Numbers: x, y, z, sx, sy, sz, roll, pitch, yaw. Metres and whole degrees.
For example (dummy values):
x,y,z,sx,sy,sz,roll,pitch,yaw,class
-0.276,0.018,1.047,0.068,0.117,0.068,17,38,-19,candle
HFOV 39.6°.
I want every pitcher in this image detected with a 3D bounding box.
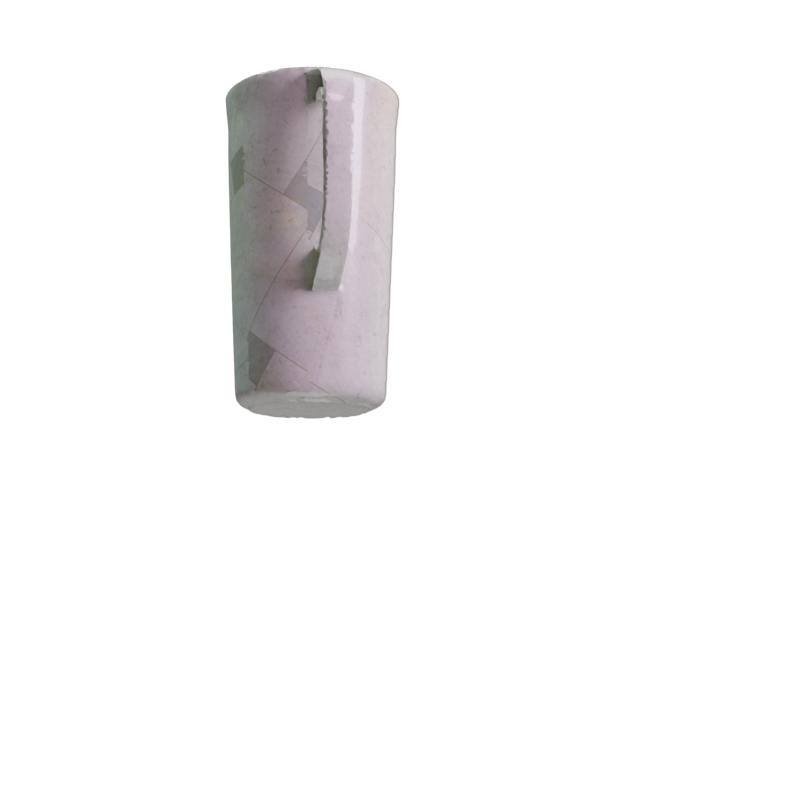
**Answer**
x,y,z,sx,sy,sz,roll,pitch,yaw,class
-0.063,-0.115,0.809,0.148,0.252,0.140,-9,-16,30,pitcher
